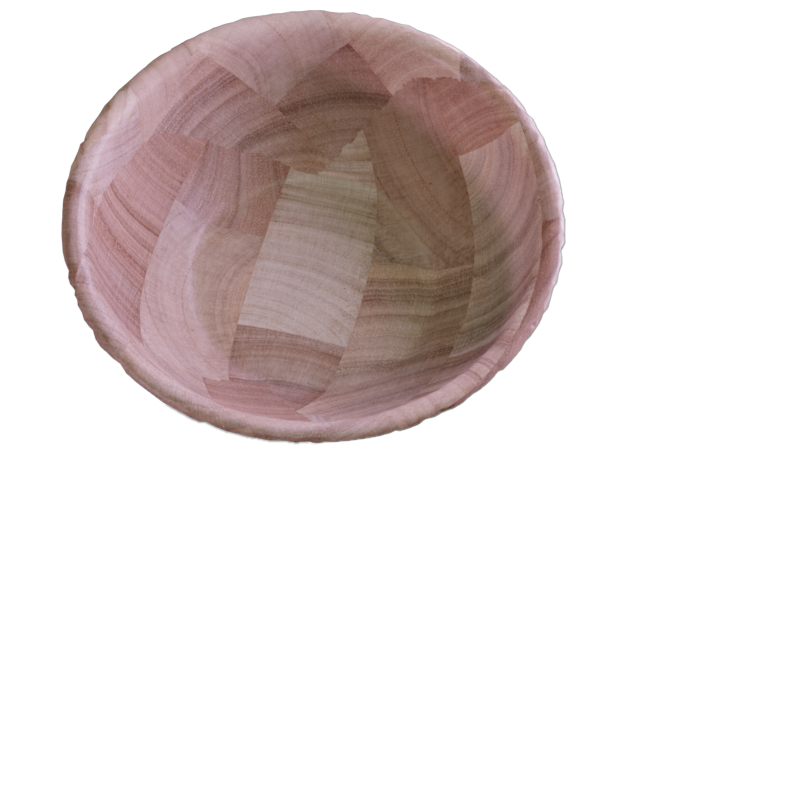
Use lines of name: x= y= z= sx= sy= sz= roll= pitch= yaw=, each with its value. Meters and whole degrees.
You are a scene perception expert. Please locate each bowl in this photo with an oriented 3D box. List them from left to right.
bowl: x=-0.030 y=-0.054 z=0.378 sx=0.162 sy=0.172 sz=0.052 roll=-1 pitch=-27 yaw=-1
